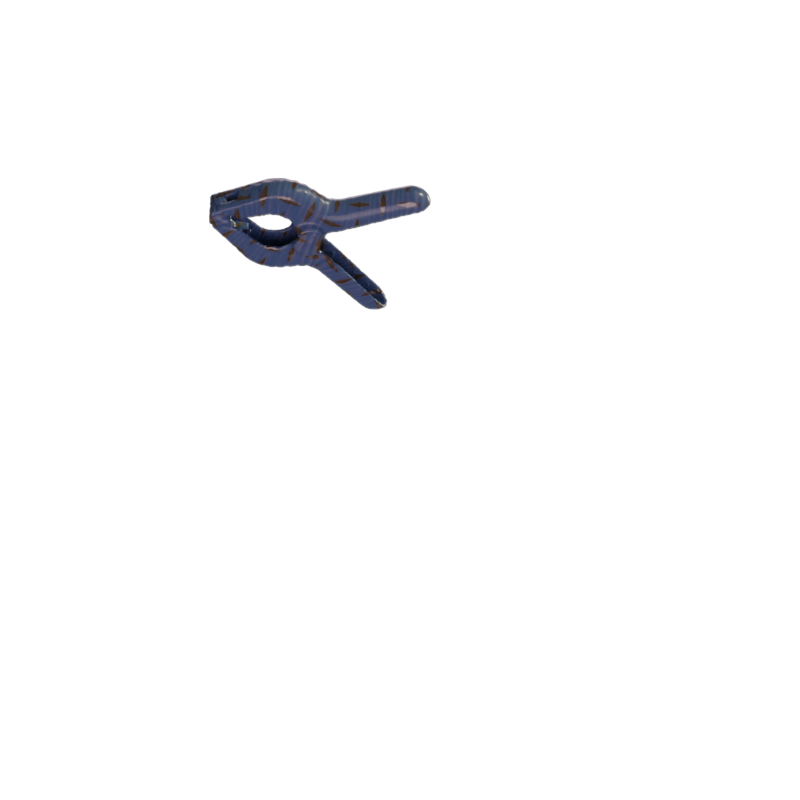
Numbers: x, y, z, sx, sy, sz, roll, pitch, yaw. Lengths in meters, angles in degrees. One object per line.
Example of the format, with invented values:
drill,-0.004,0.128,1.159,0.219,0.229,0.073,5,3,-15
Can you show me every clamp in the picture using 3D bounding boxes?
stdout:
clamp,-0.070,-0.127,0.889,0.170,0.113,0.042,7,32,-5
